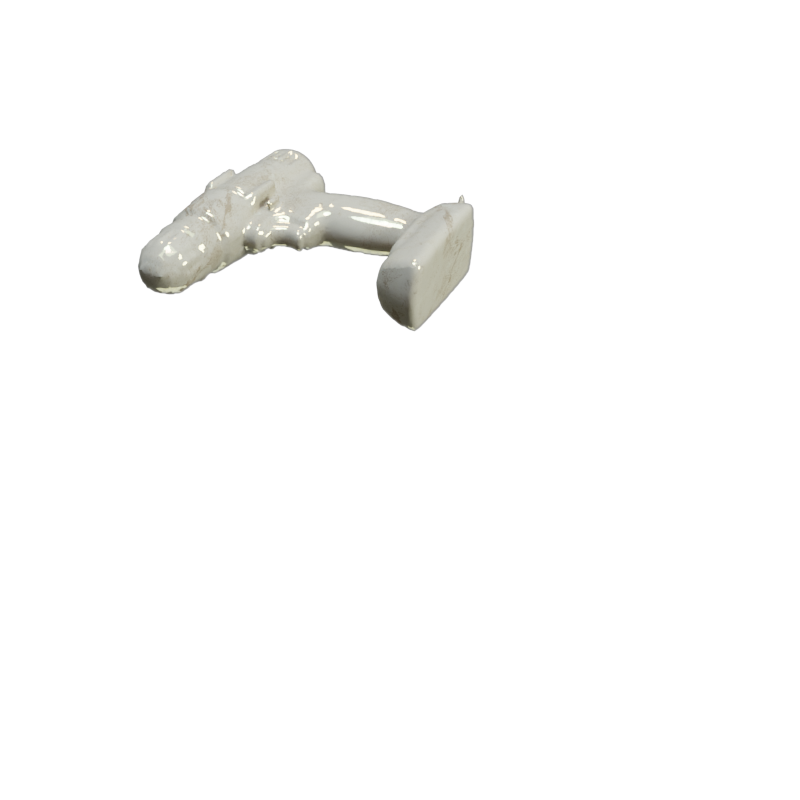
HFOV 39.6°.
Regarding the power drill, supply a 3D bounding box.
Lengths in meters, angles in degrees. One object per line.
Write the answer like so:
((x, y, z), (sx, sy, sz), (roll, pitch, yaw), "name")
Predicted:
((-0.059, -0.107, 0.747), (0.196, 0.054, 0.189), (18, 40, 22), "power drill")
